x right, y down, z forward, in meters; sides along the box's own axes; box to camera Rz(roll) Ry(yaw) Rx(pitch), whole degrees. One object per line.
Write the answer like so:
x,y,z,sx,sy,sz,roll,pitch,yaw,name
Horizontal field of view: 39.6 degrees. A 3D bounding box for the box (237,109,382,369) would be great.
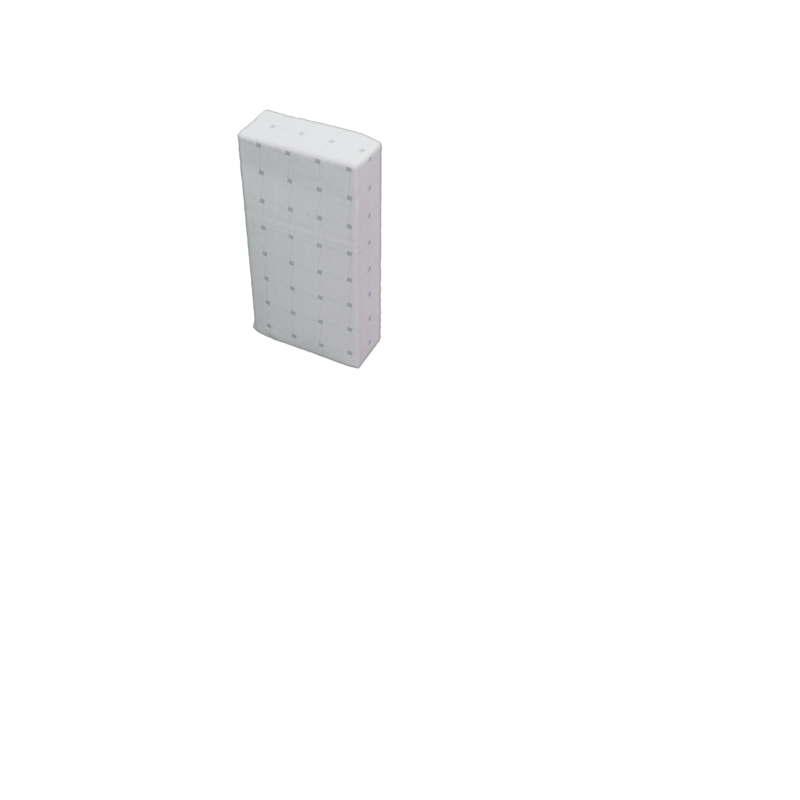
-0.061,-0.112,0.783,0.097,0.165,0.049,20,41,21,box
